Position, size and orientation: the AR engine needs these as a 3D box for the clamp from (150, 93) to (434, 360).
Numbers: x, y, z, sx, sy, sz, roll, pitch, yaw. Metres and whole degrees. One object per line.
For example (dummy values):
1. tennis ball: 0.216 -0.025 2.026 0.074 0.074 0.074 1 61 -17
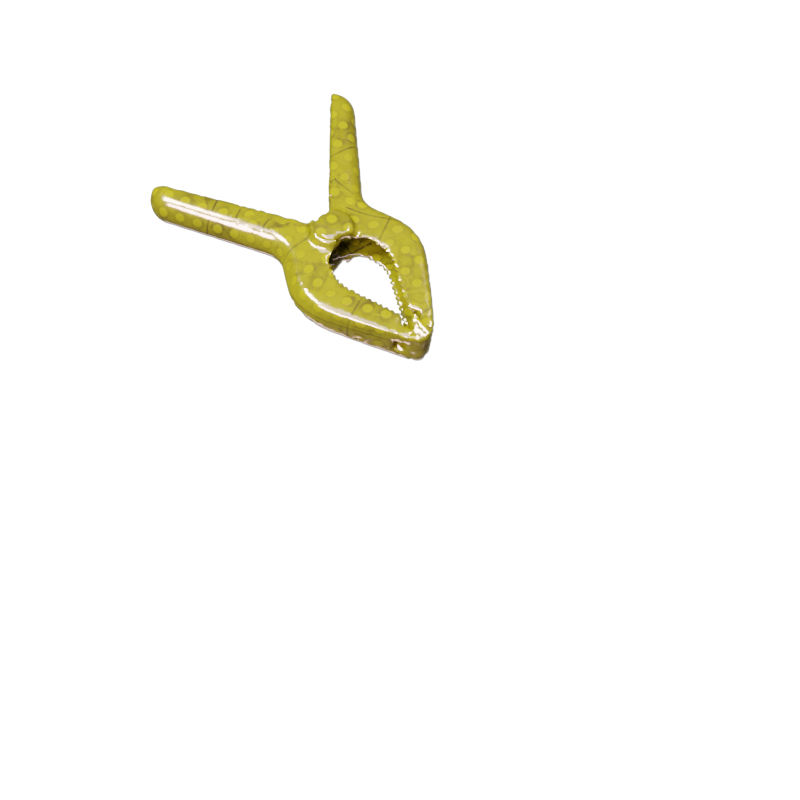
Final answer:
1. clamp: -0.058 -0.105 0.737 0.164 0.225 0.034 -26 -29 -16
